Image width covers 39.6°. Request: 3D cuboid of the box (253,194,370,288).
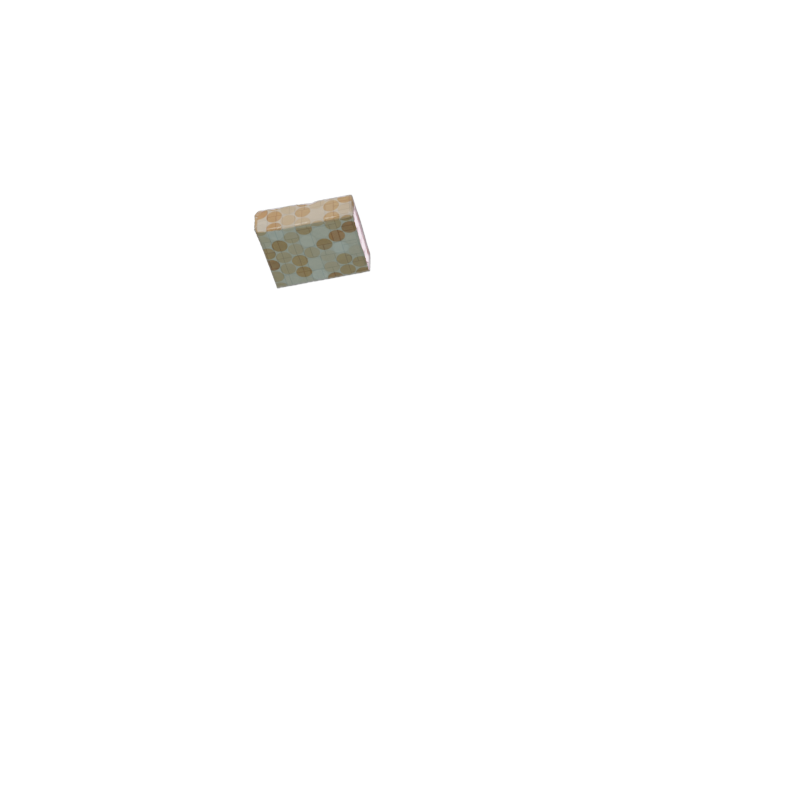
[{"bbox_3d":[-0.077,-0.139,0.977,0.090,0.032,0.067,-9,-42,9],"label":"box"}]
